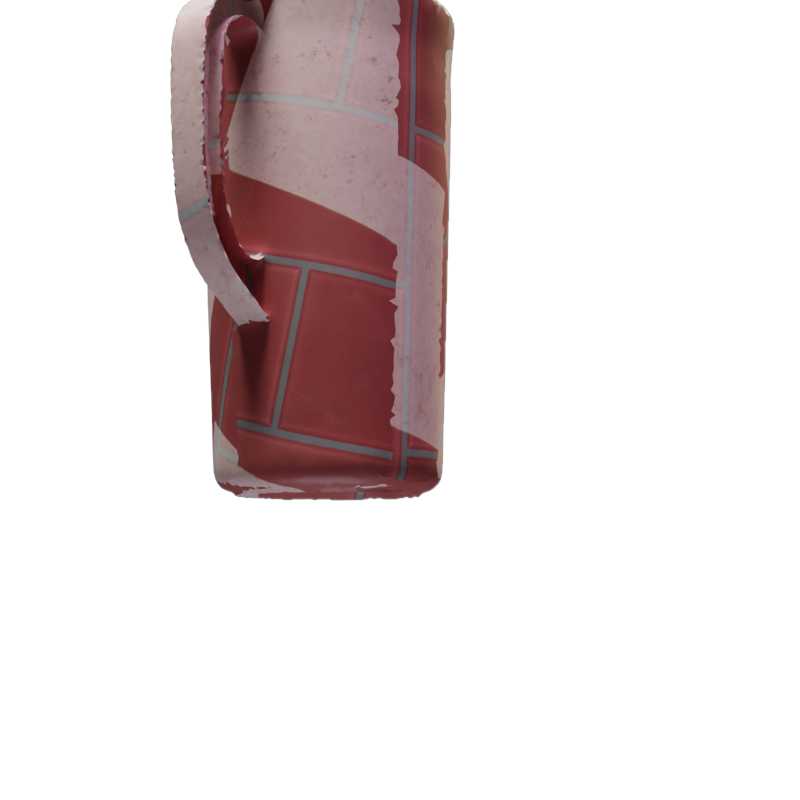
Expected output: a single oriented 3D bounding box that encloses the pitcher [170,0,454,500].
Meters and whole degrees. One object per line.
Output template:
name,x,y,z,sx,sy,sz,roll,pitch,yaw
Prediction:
pitcher,-0.043,-0.078,0.543,0.147,0.252,0.142,2,-13,-12
